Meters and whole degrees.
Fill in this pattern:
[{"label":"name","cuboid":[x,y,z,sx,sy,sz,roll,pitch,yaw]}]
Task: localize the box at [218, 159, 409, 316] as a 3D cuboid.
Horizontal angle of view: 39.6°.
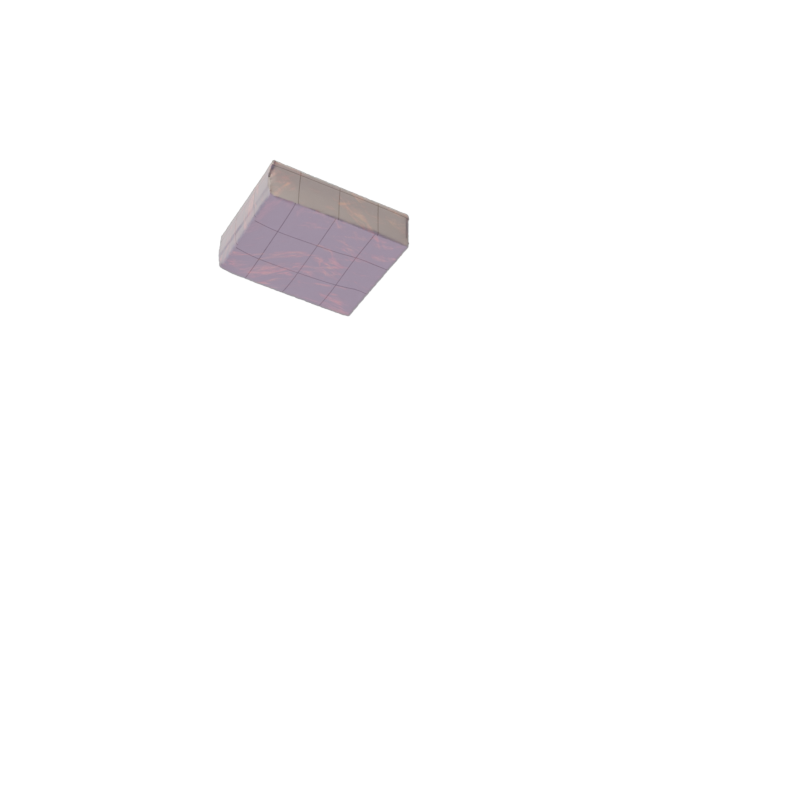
[{"label":"box","cuboid":[-0.063,-0.114,0.801,0.109,0.042,0.087,19,-43,-22]}]
